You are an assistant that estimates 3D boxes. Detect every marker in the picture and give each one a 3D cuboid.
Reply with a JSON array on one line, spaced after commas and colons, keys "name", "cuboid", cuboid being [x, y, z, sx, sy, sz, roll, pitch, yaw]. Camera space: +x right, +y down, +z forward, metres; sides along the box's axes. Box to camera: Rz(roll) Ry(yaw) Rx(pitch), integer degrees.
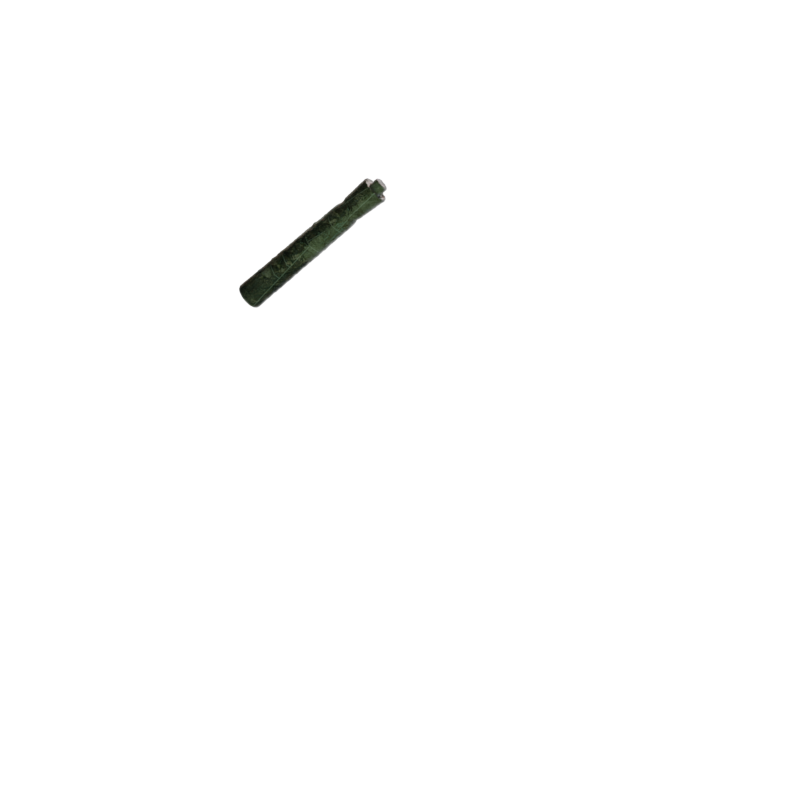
[{"name": "marker", "cuboid": [-0.056, -0.102, 0.717, 0.120, 0.020, 0.019, -37, -11, 21]}]
